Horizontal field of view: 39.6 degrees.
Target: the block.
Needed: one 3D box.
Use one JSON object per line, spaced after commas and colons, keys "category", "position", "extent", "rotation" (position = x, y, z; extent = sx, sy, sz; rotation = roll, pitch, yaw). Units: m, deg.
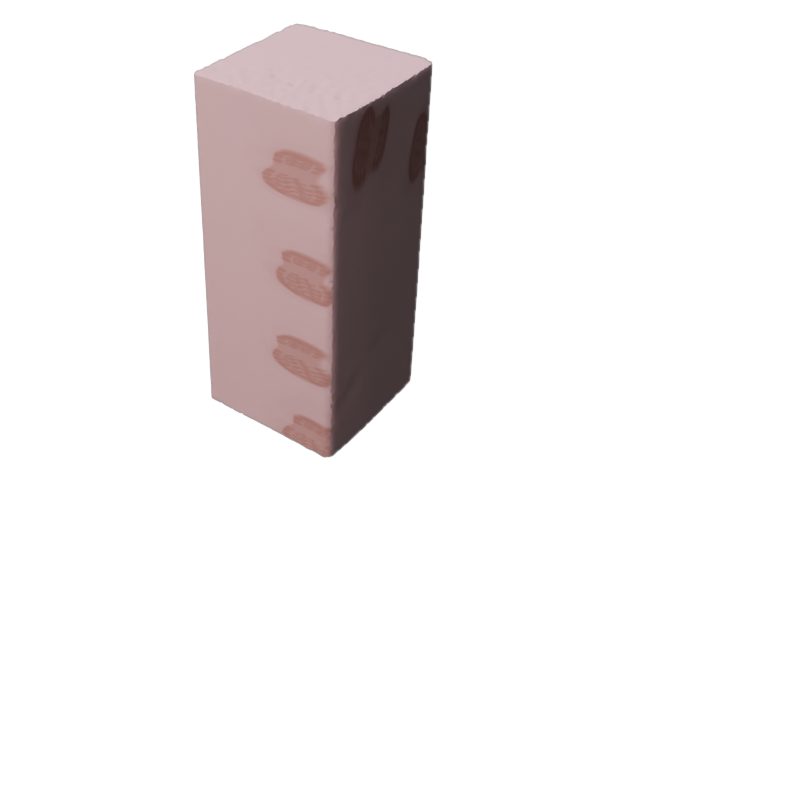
{"category": "block", "position": [-0.047, -0.087, 0.606], "extent": [0.096, 0.193, 0.091], "rotation": [23, 40, 27]}
